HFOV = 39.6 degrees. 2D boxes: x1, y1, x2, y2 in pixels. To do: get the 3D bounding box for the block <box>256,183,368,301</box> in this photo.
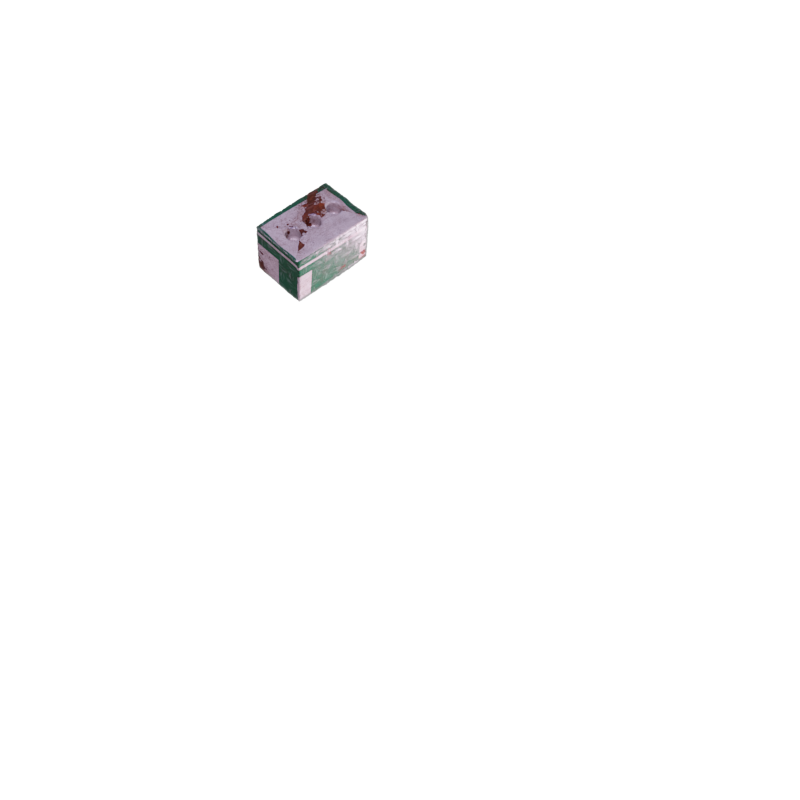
[{"bbox_3d":[-0.071,-0.129,0.904,0.078,0.048,0.056,-37,61,-27],"label":"block"}]
